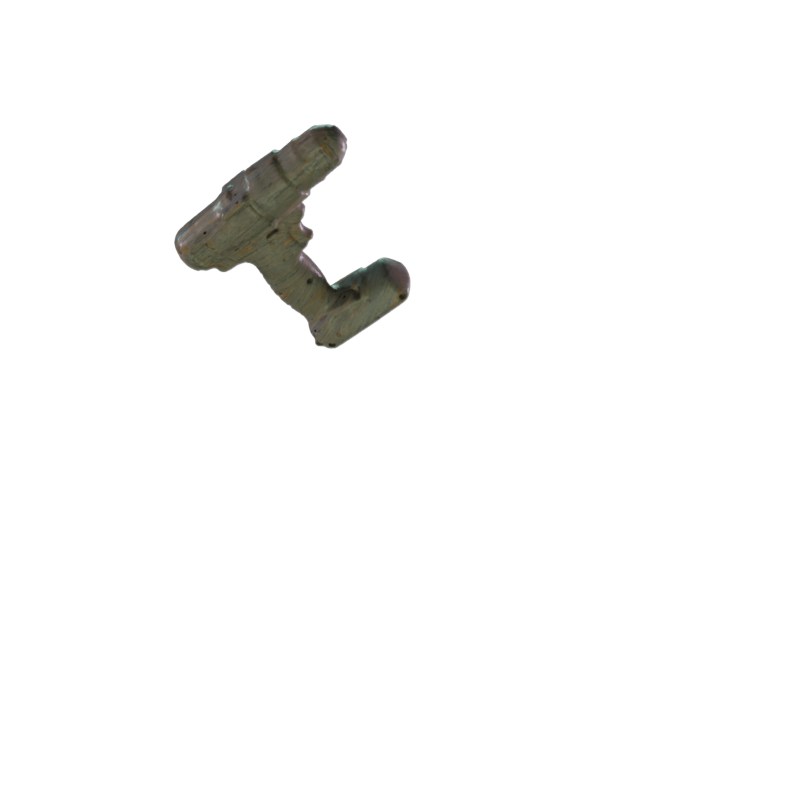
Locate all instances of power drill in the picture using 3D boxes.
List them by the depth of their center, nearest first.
[{"bbox_3d":[-0.077,-0.140,0.981,0.183,0.061,0.176,-33,-57,25],"label":"power drill"}]
